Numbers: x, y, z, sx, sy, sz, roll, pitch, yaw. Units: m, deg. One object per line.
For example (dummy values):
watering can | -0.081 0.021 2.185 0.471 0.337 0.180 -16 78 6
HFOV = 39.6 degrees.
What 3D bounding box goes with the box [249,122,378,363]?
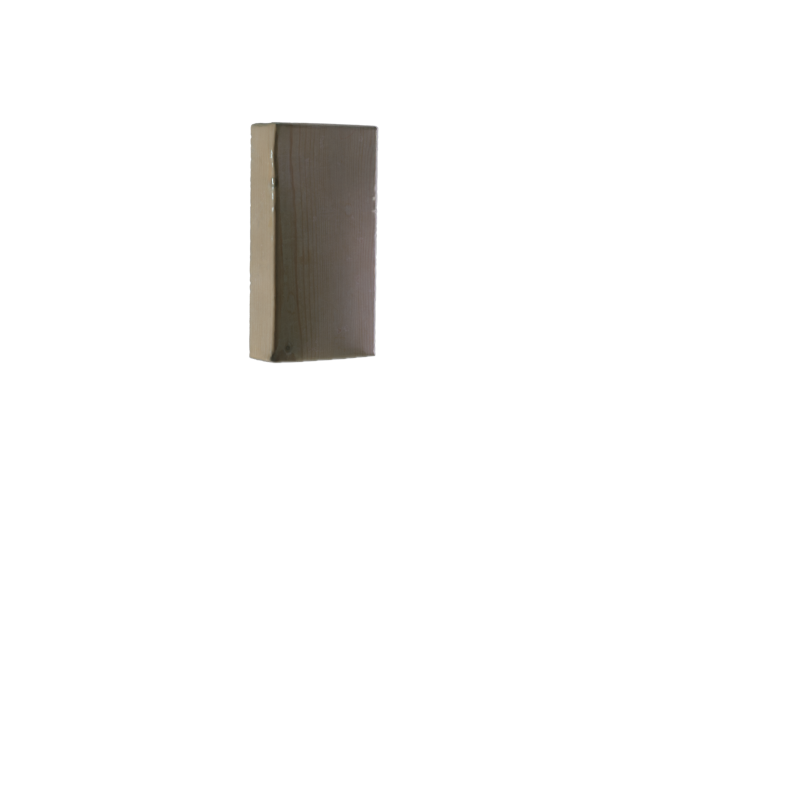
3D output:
box | -0.065 -0.119 0.832 0.090 0.175 0.050 -2 3 -34
